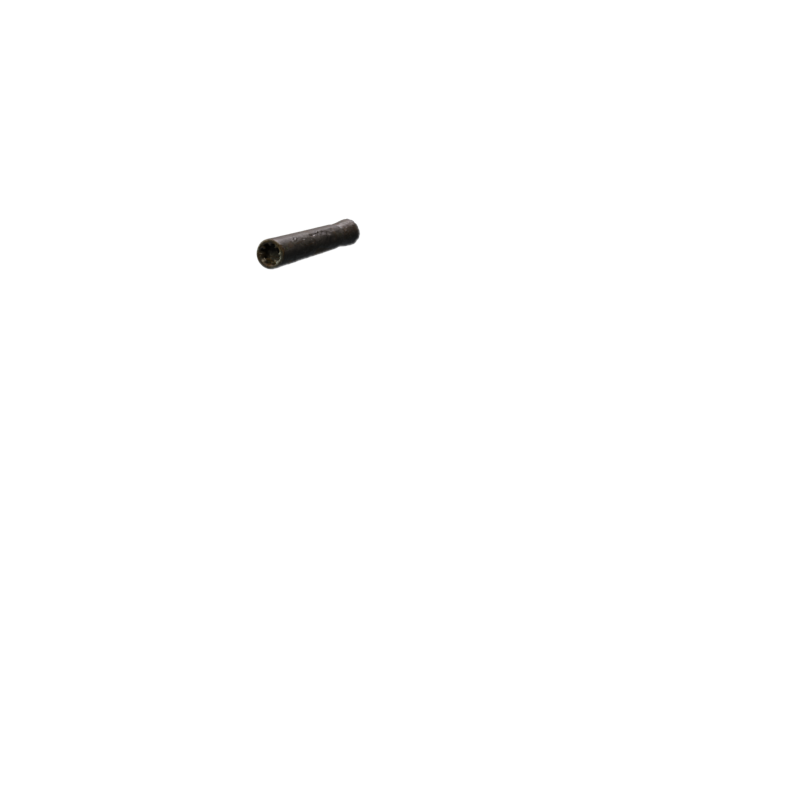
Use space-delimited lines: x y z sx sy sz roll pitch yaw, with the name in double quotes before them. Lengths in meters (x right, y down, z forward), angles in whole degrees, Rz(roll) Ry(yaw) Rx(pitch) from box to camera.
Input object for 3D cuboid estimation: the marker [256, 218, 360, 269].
"marker" -0.056 -0.103 0.718 0.020 0.019 0.120 1 15 22
